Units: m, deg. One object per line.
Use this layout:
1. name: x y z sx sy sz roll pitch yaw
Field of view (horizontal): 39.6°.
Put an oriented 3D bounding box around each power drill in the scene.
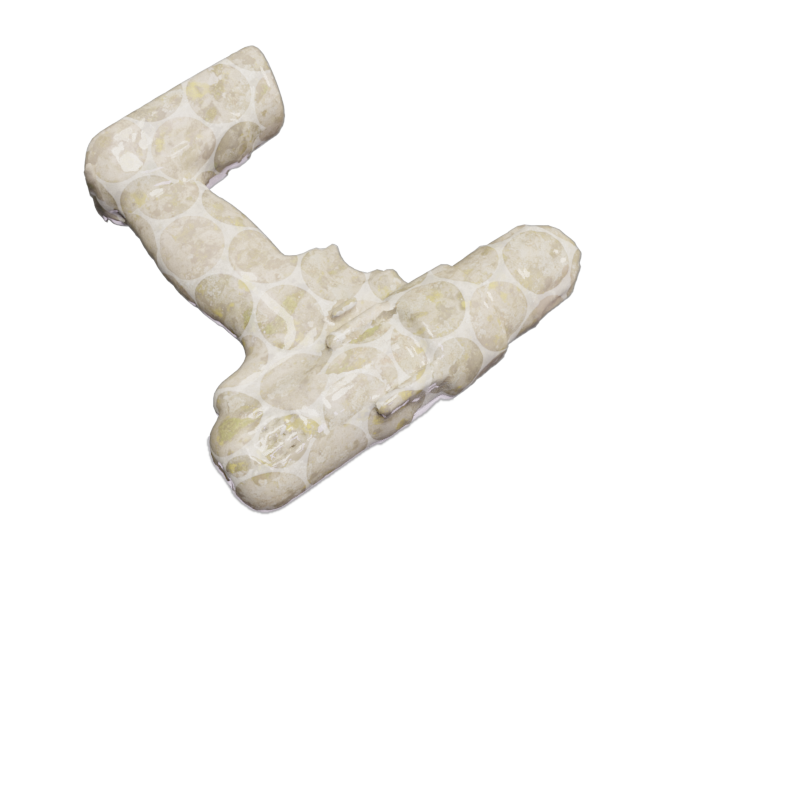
1. power drill: -0.039 -0.071 0.497 0.185 0.198 0.054 -34 -22 -16
